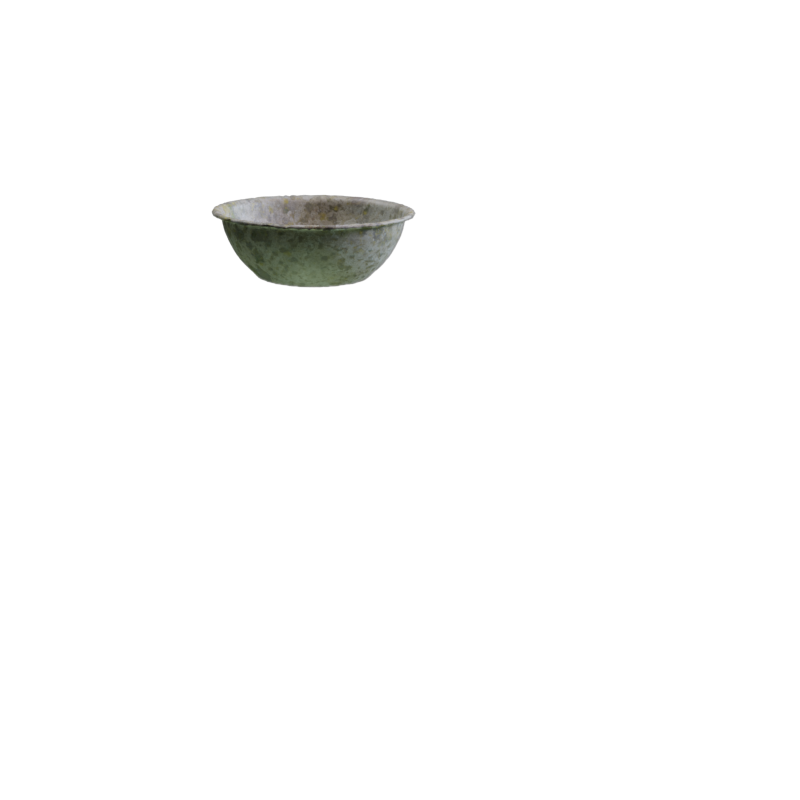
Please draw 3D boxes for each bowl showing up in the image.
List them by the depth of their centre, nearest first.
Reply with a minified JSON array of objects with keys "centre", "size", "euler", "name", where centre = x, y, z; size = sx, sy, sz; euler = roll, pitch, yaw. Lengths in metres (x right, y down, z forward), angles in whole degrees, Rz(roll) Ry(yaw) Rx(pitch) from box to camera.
[{"centre":[-0.069,-0.127,0.887],"size":[0.162,0.053,0.168],"euler":[-1,18,-2],"name":"bowl"}]
